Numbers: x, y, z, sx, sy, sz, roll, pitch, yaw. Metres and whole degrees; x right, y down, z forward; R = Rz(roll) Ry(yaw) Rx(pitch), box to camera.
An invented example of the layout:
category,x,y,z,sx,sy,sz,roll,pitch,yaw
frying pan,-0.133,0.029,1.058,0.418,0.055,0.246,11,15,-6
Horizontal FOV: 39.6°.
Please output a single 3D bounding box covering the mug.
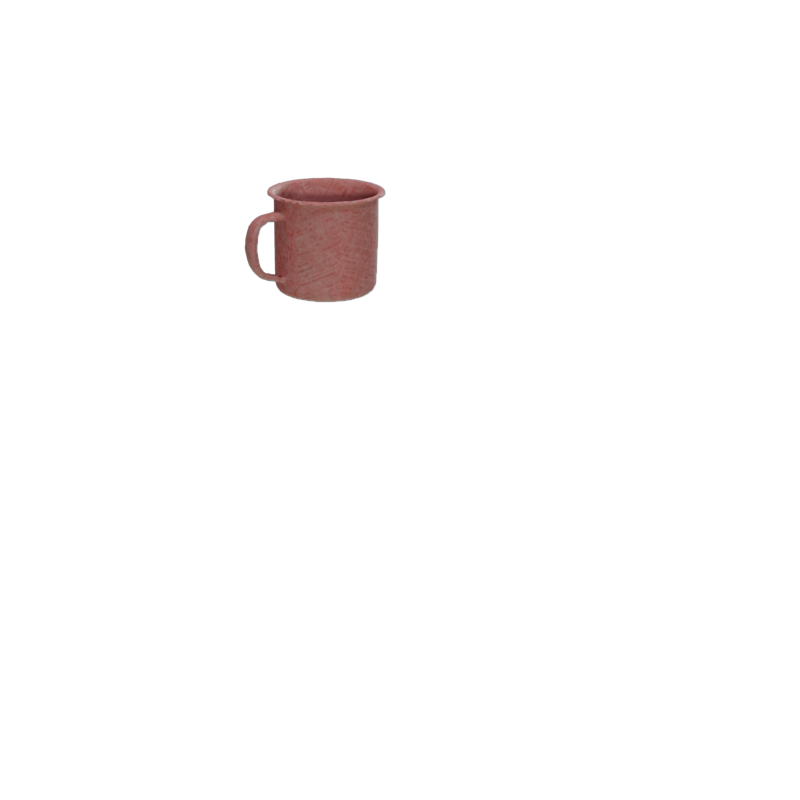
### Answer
category,x,y,z,sx,sy,sz,roll,pitch,yaw
mug,-0.068,-0.124,0.872,0.115,0.078,0.099,-14,24,-33
